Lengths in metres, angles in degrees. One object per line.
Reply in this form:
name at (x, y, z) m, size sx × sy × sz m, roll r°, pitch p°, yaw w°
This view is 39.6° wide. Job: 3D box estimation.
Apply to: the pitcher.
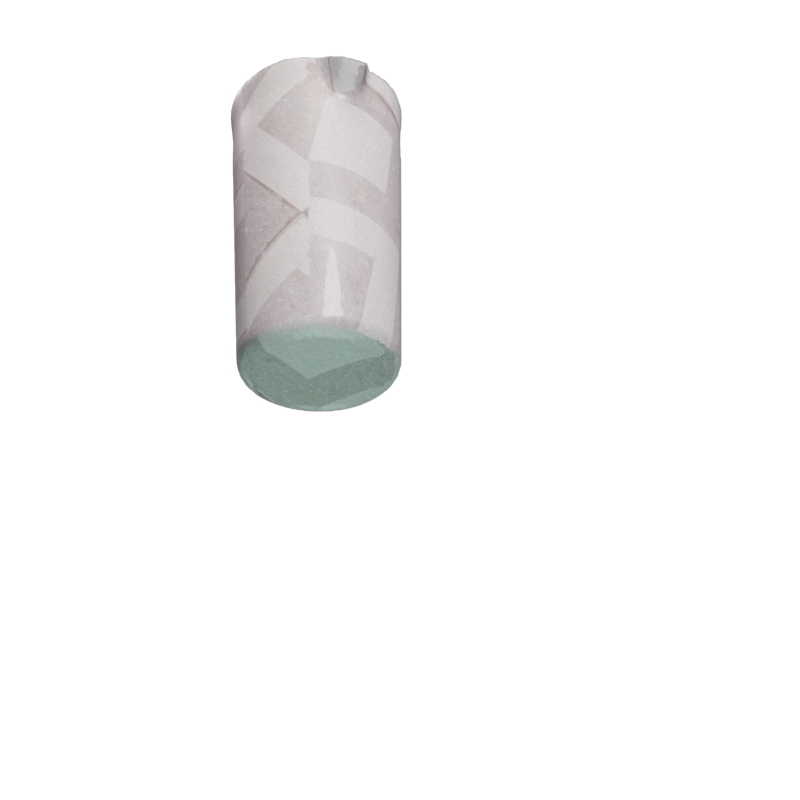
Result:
pitcher at (-0.063, -0.114, 0.799) m, size 0.146 × 0.260 × 0.137 m, roll -15°, pitch -38°, yaw 17°
